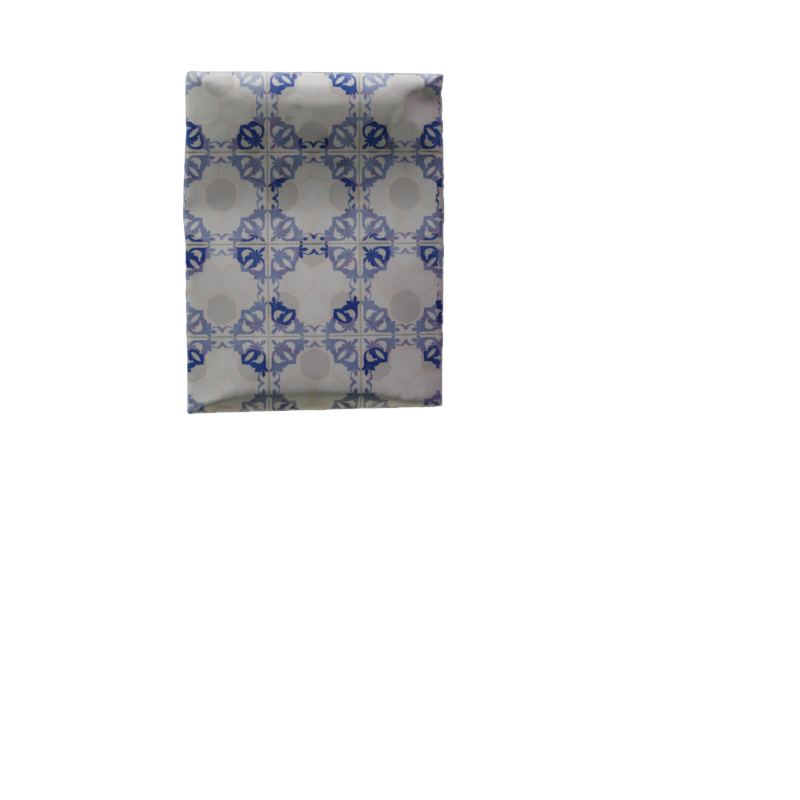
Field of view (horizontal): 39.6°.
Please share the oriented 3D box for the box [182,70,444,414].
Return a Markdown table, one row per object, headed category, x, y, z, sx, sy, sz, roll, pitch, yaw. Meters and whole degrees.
| category | x | y | z | sx | sy | sz | roll | pitch | yaw |
| --- | --- | --- | --- | --- | --- | --- | --- | --- | --- |
| box | -0.056 | -0.102 | 0.712 | 0.163 | 0.212 | 0.073 | 0 | 3 | -5 |
